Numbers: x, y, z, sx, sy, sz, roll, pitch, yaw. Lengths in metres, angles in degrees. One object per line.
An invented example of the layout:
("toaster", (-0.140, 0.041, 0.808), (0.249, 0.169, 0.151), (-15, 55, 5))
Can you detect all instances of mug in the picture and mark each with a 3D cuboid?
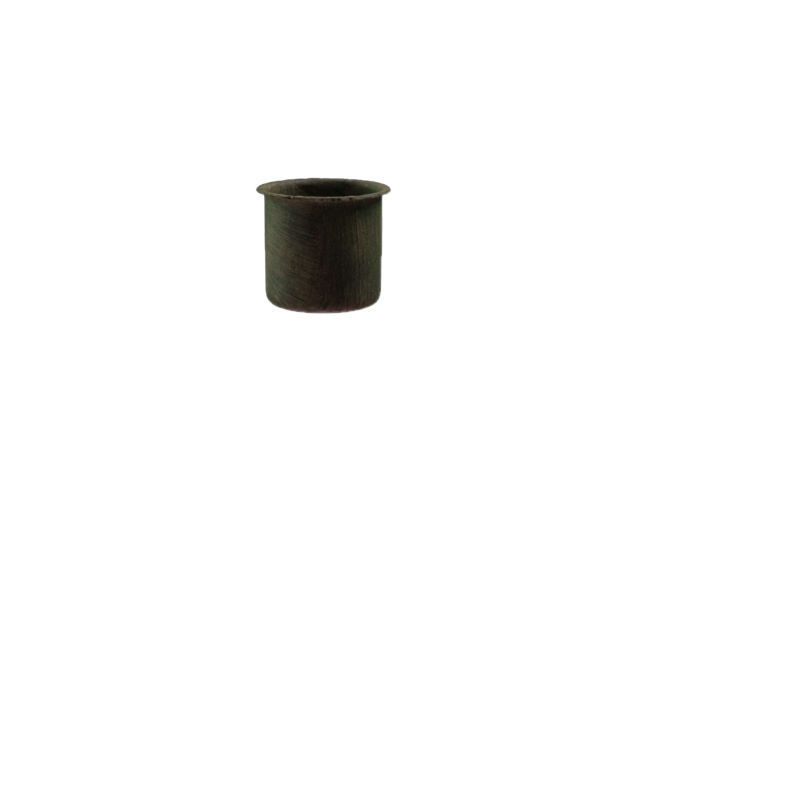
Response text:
("mug", (-0.061, -0.112, 0.782), (0.091, 0.079, 0.124), (-12, 21, -36))
